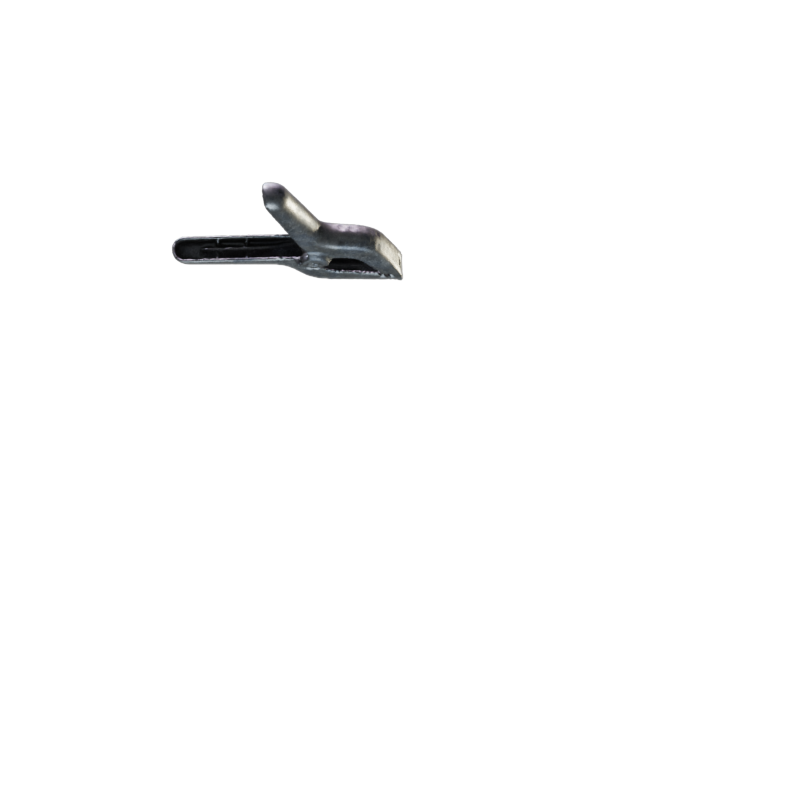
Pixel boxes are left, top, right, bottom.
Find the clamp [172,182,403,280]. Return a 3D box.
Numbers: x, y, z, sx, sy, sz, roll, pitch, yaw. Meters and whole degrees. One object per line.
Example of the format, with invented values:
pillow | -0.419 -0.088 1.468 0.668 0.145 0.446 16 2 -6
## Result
clamp | -0.077 -0.141 0.985 0.202 0.038 0.165 7 -15 -29
